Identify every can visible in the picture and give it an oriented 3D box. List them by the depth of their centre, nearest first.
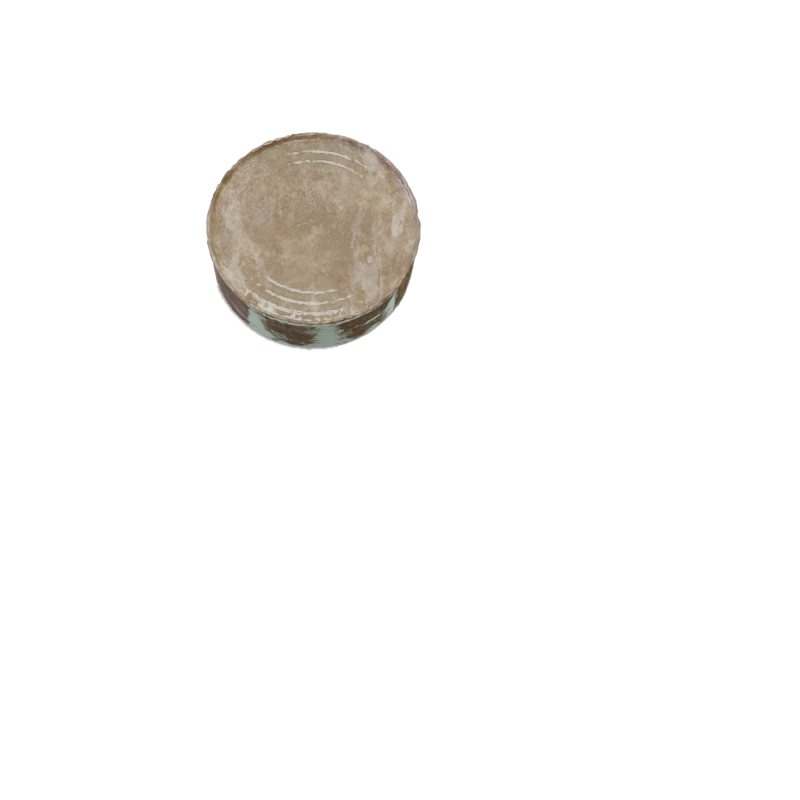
[{"bbox_3d":[-0.036,-0.065,0.457,0.086,0.091,0.032,-1,-24,-1],"label":"can"}]
